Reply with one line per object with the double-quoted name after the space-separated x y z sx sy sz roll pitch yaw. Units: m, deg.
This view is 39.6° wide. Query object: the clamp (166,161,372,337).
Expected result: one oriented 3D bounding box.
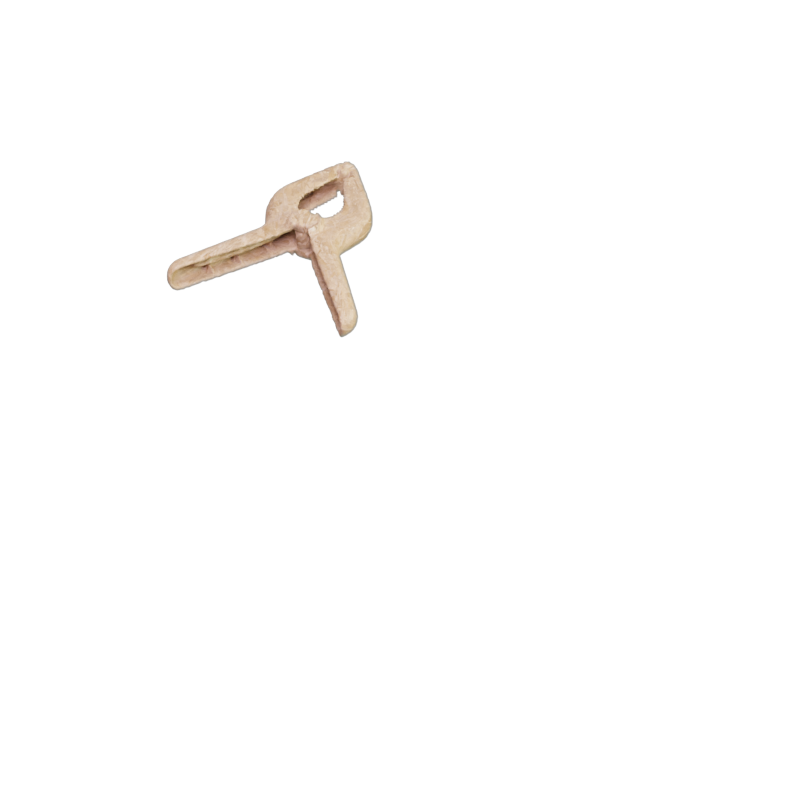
-0.074 -0.134 0.941 0.172 0.034 0.216 20 46 21 "clamp"
